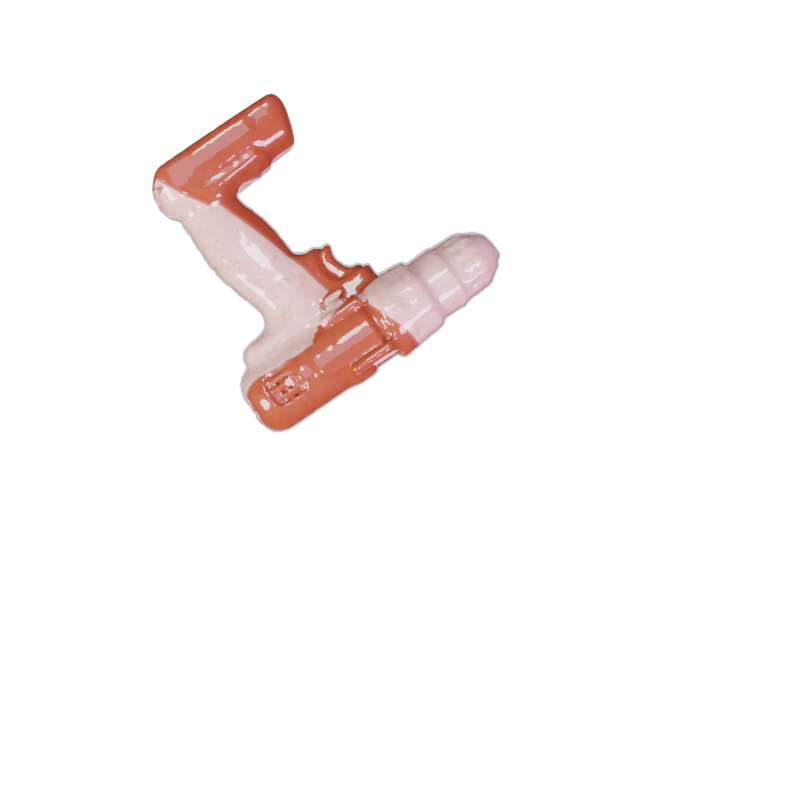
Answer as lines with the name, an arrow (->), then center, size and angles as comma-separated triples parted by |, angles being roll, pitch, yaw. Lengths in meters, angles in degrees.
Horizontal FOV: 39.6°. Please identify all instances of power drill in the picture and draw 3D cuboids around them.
power drill -> -0.056, -0.101, 0.711 | 0.185, 0.194, 0.055 | -34, -12, -9
